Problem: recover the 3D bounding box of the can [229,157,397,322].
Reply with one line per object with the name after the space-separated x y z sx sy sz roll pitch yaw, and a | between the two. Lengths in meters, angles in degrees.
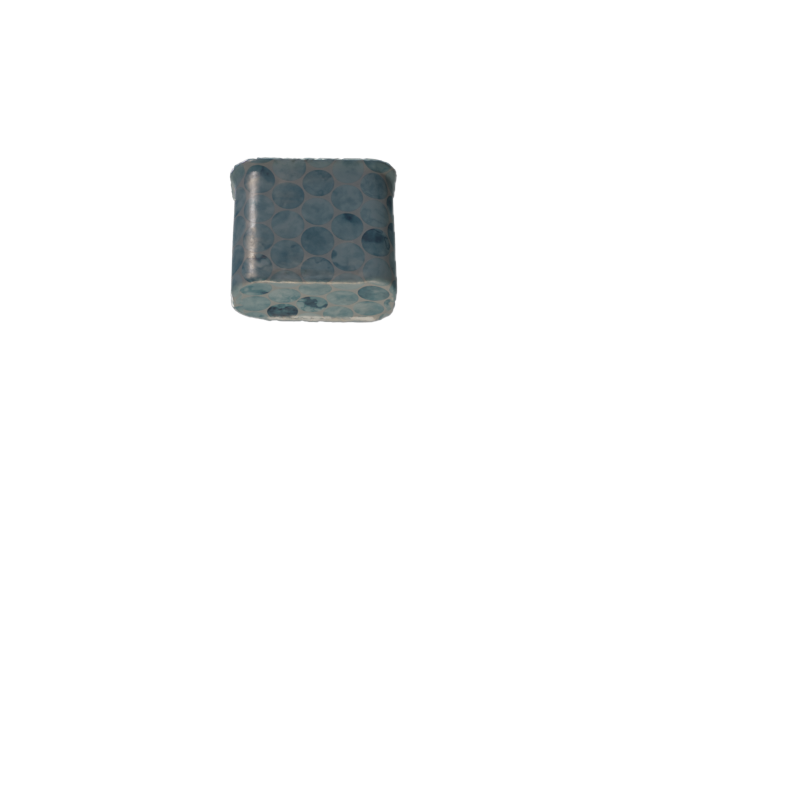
-0.052 -0.095 0.664 0.102 0.089 0.054 0 -27 -2 | can
